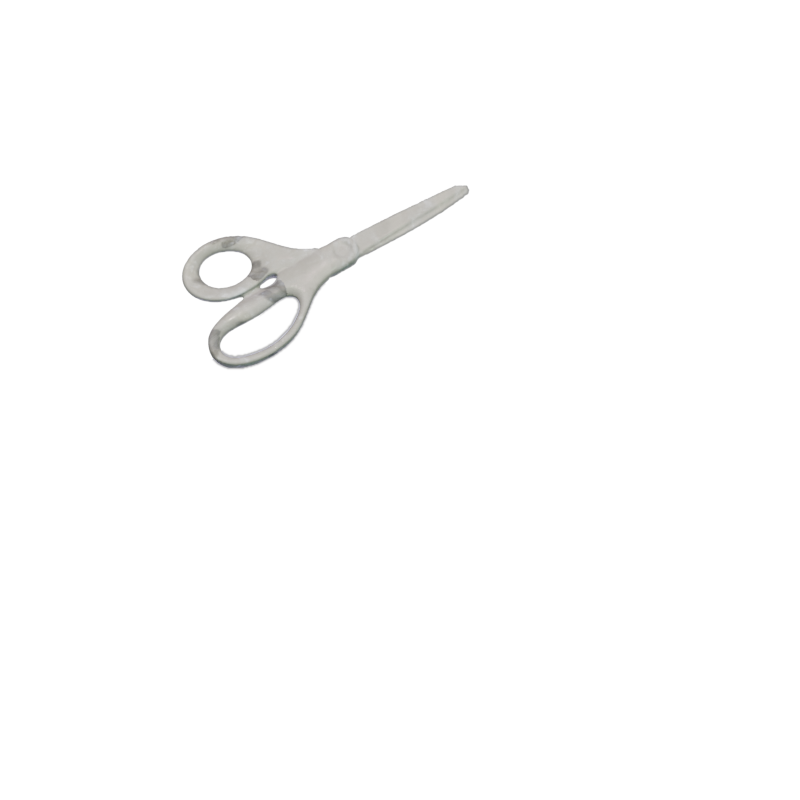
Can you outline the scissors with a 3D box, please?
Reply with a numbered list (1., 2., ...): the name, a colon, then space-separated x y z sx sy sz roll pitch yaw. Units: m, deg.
1. scissors: -0.056 -0.103 0.721 0.100 0.204 0.015 40 -19 17
